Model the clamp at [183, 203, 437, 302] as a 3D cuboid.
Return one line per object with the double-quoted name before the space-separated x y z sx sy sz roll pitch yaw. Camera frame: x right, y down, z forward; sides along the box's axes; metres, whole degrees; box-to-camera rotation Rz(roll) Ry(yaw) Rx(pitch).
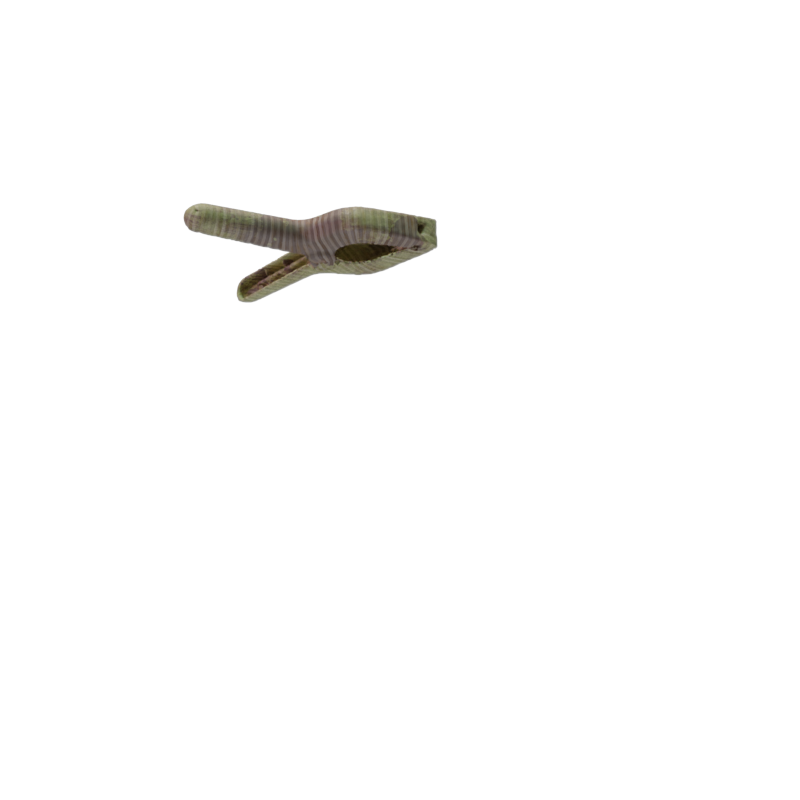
"clamp" -0.075 -0.138 0.963 0.213 0.038 0.153 -7 -21 17
